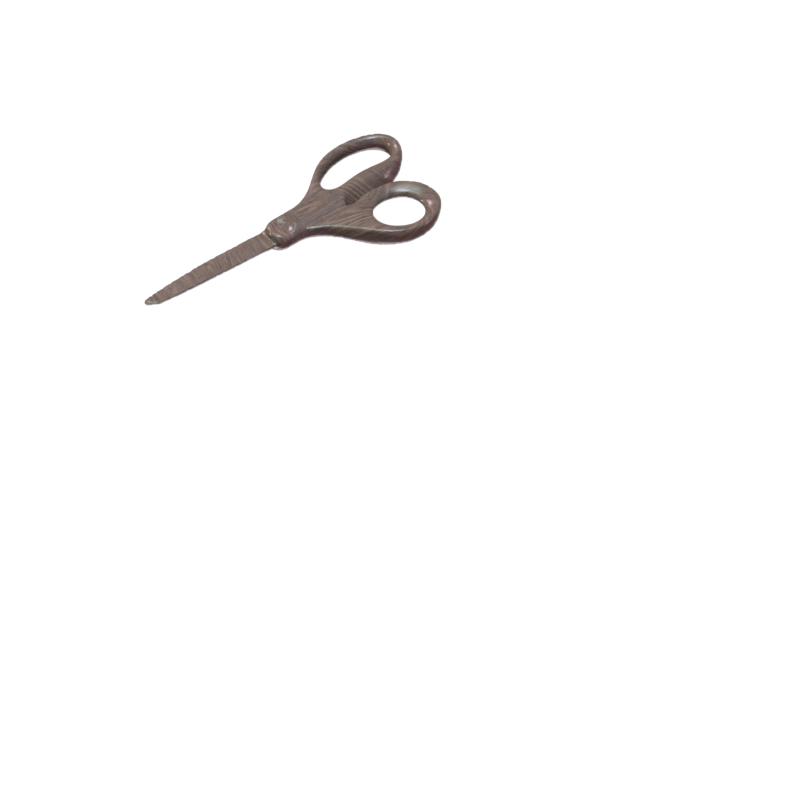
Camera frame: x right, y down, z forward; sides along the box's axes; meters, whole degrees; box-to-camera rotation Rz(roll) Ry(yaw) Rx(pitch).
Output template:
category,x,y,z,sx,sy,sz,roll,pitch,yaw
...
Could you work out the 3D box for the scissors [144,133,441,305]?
category,x,y,z,sx,sy,sz,roll,pitch,yaw
scissors,-0.054,-0.098,0.686,0.101,0.206,0.015,31,-31,21
